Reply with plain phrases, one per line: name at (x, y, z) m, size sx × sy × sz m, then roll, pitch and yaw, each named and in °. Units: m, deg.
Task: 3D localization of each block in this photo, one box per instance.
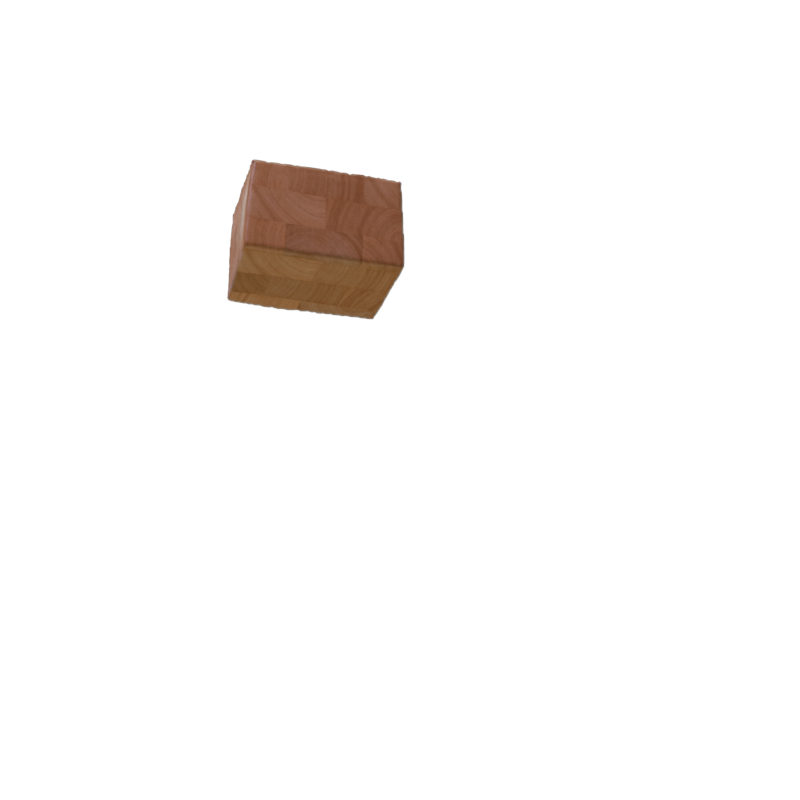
block at (-0.042, -0.077, 0.543) m, size 0.076 × 0.055 × 0.050 m, roll 7°, pitch -31°, yaw -14°
